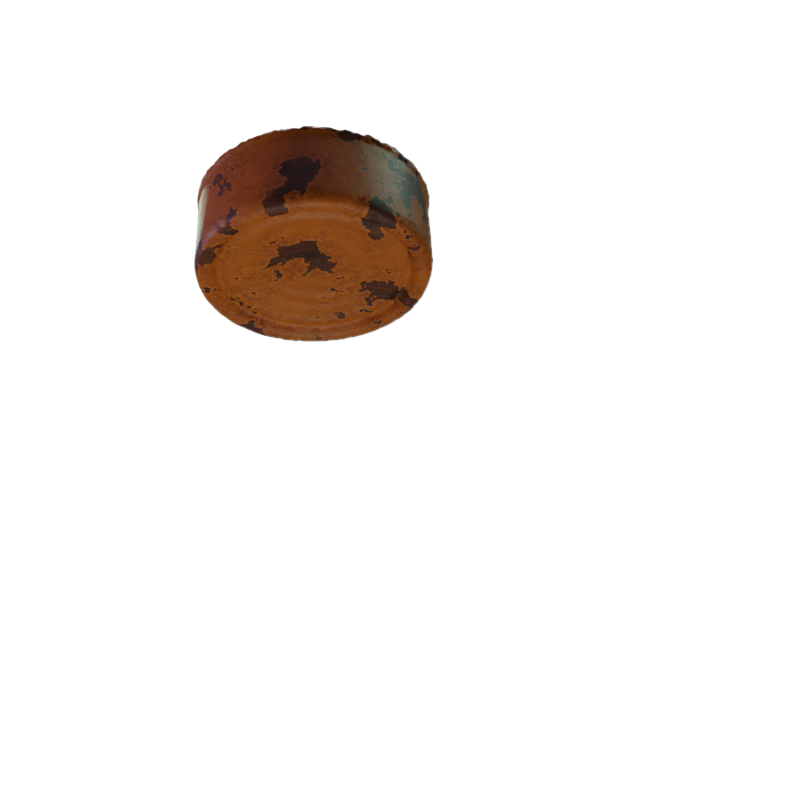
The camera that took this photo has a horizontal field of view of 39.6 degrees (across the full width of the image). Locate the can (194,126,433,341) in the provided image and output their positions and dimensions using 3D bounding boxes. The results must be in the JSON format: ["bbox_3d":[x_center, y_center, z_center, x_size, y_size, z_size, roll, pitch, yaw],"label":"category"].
[{"bbox_3d":[-0.031,-0.057,0.400,0.086,0.036,0.080,1,-34,-2],"label":"can"}]
